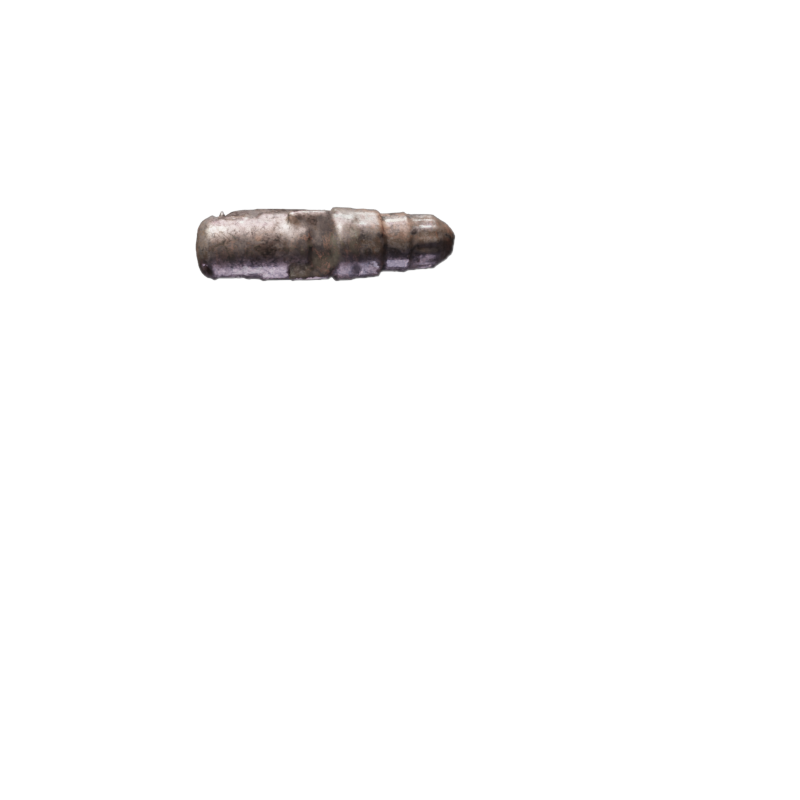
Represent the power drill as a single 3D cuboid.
[{"bbox_3d":[-0.067,-0.122,0.853,0.182,0.057,0.191,-1,7,-10],"label":"power drill"}]
